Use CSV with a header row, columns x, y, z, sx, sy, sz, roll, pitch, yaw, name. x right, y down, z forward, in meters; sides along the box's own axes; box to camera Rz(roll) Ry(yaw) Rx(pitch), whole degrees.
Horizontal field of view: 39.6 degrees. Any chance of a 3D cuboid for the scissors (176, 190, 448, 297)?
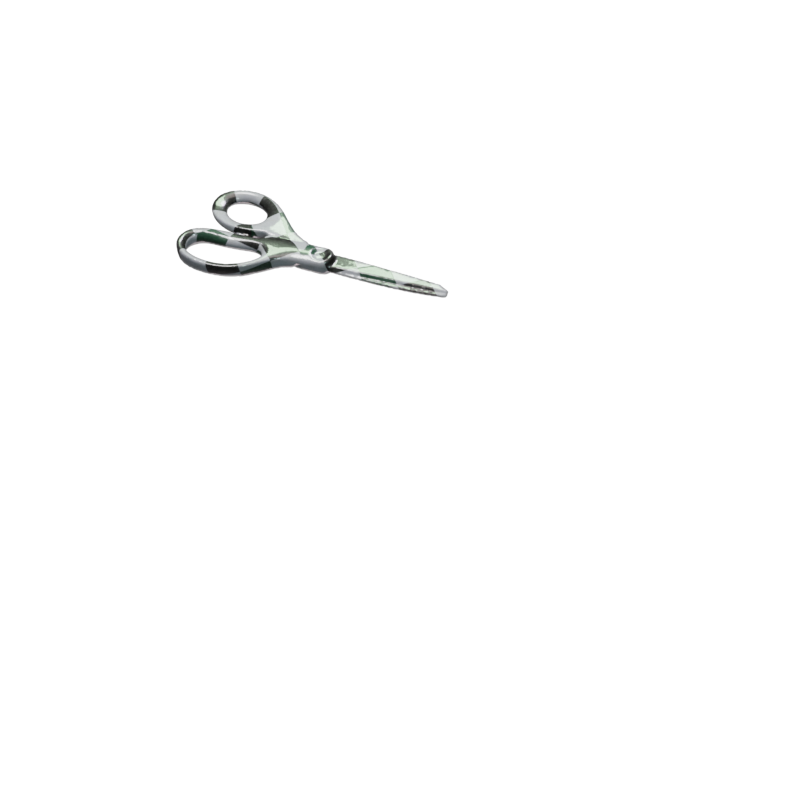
x,y,z,sx,sy,sz,roll,pitch,yaw,name
-0.065,-0.119,0.832,0.203,0.103,0.015,4,-42,3,scissors
